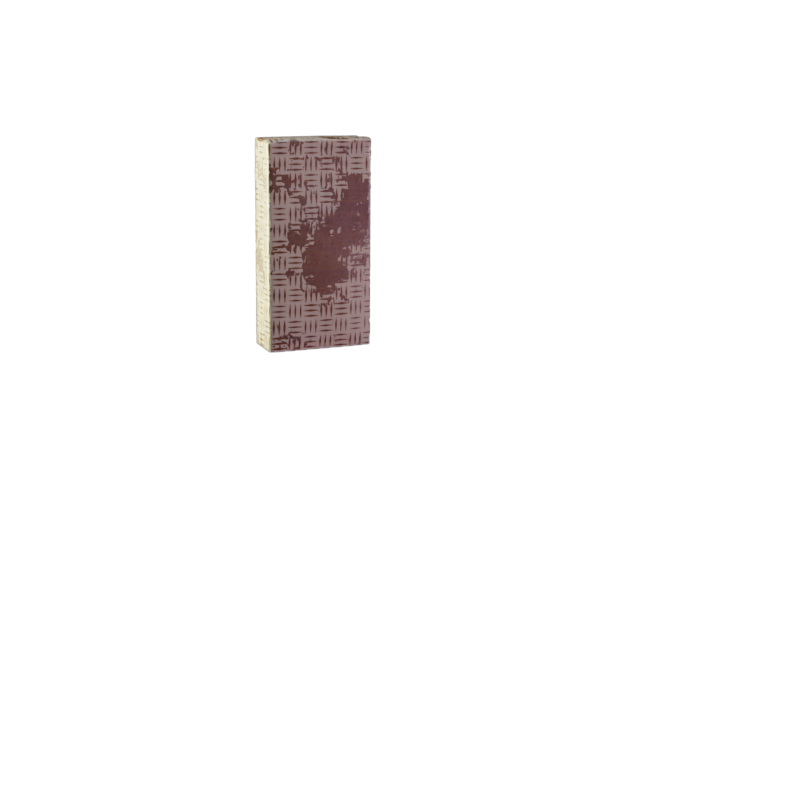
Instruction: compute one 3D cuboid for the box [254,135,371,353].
[{"bbox_3d":[-0.073,-0.133,0.929,0.091,0.172,0.050,-4,12,-21],"label":"box"}]
